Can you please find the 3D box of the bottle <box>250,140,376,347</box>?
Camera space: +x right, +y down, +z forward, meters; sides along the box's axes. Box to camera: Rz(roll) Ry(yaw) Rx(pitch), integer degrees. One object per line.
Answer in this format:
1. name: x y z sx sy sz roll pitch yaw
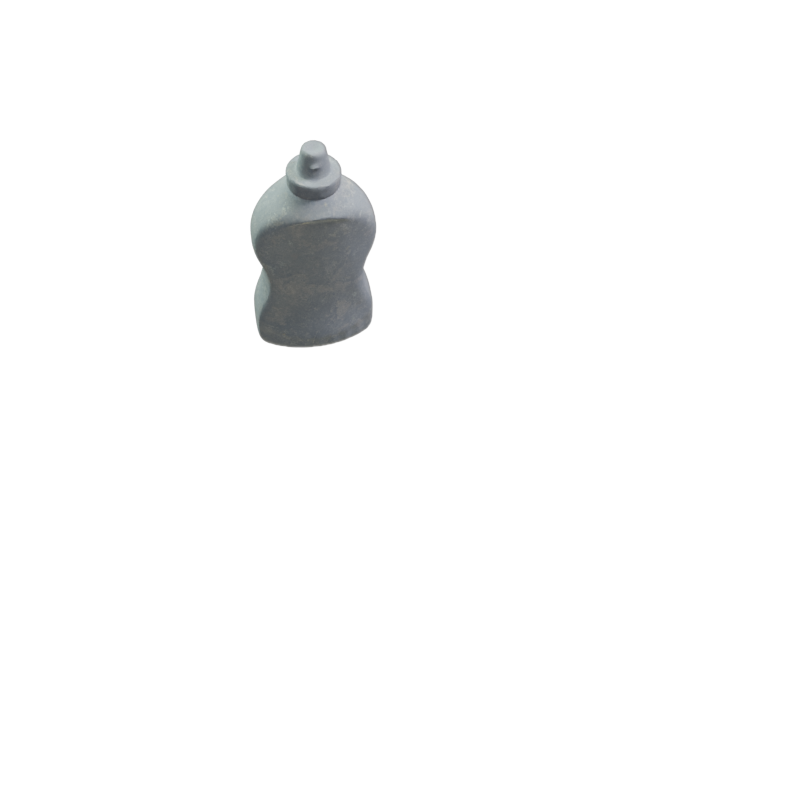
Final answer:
1. bottle: -0.067 -0.122 0.860 0.095 0.063 0.179 -5 -41 -8
